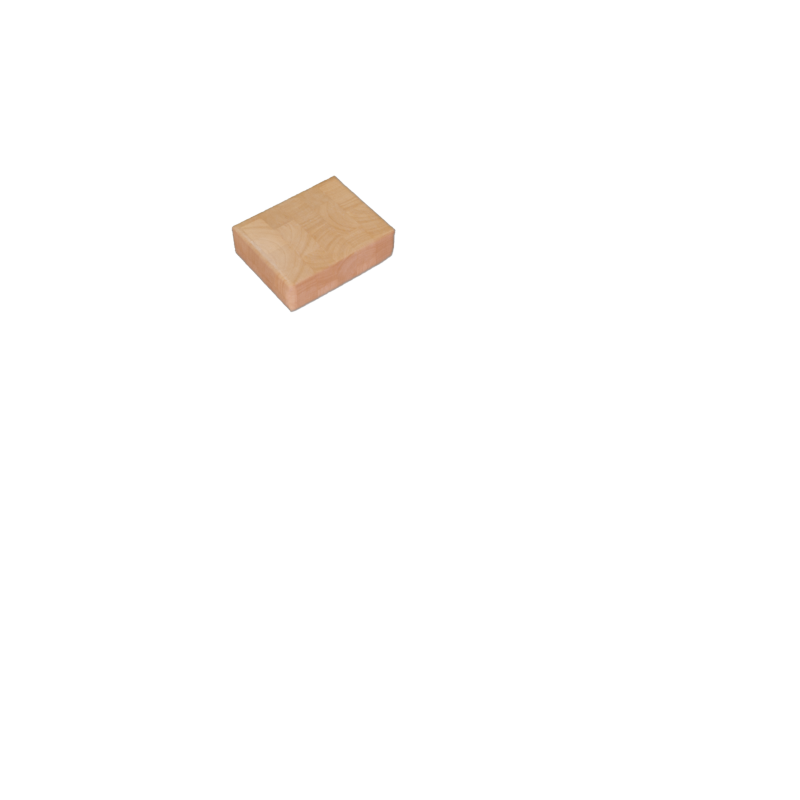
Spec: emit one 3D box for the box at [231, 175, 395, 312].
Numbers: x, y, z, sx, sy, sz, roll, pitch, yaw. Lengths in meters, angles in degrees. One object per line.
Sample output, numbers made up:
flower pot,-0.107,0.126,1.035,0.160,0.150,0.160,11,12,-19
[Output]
box,-0.075,-0.136,0.956,0.113,0.036,0.096,-29,55,-24
